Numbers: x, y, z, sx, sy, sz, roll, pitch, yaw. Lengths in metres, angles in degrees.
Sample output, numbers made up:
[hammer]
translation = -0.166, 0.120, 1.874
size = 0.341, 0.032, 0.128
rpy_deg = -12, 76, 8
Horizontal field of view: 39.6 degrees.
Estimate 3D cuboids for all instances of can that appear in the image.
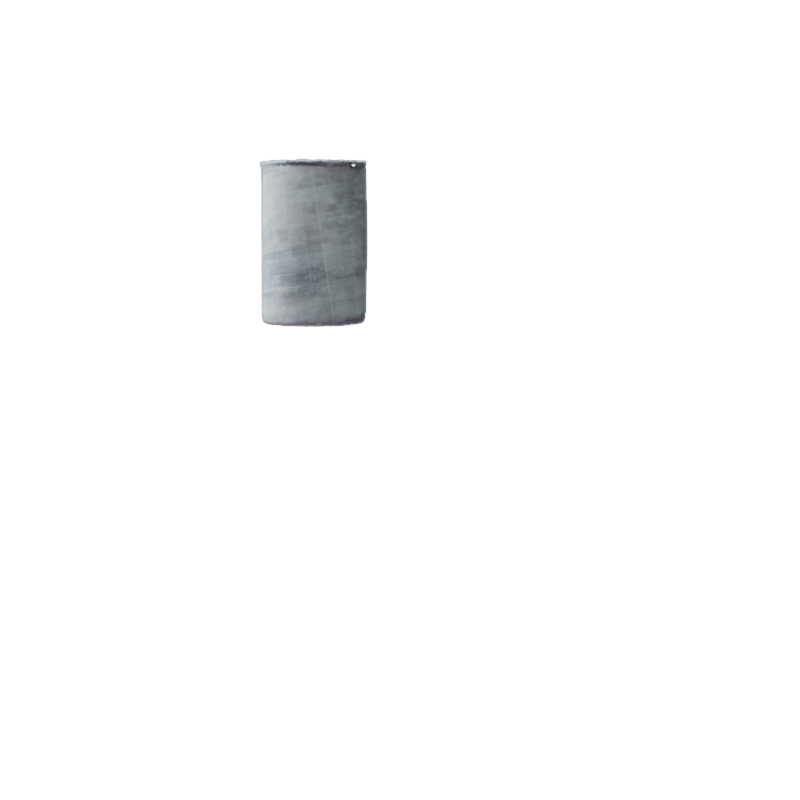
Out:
[can]
translation = -0.055, -0.100, 0.704
size = 0.068, 0.102, 0.069
rpy_deg = 0, 4, -2
